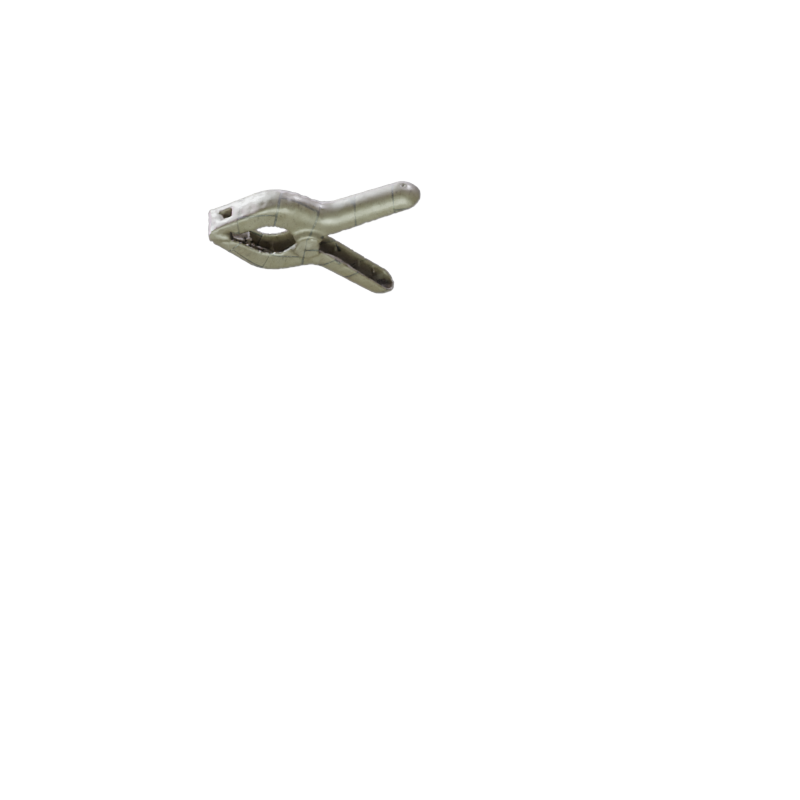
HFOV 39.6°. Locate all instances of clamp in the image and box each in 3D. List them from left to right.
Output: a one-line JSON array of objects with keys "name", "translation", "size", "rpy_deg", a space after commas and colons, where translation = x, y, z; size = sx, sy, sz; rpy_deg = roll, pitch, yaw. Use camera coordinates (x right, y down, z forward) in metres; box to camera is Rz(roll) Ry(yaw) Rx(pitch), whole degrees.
[{"name": "clamp", "translation": [-0.072, -0.131, 0.918], "size": [0.171, 0.112, 0.042], "rpy_deg": [0, 43, -1]}]
